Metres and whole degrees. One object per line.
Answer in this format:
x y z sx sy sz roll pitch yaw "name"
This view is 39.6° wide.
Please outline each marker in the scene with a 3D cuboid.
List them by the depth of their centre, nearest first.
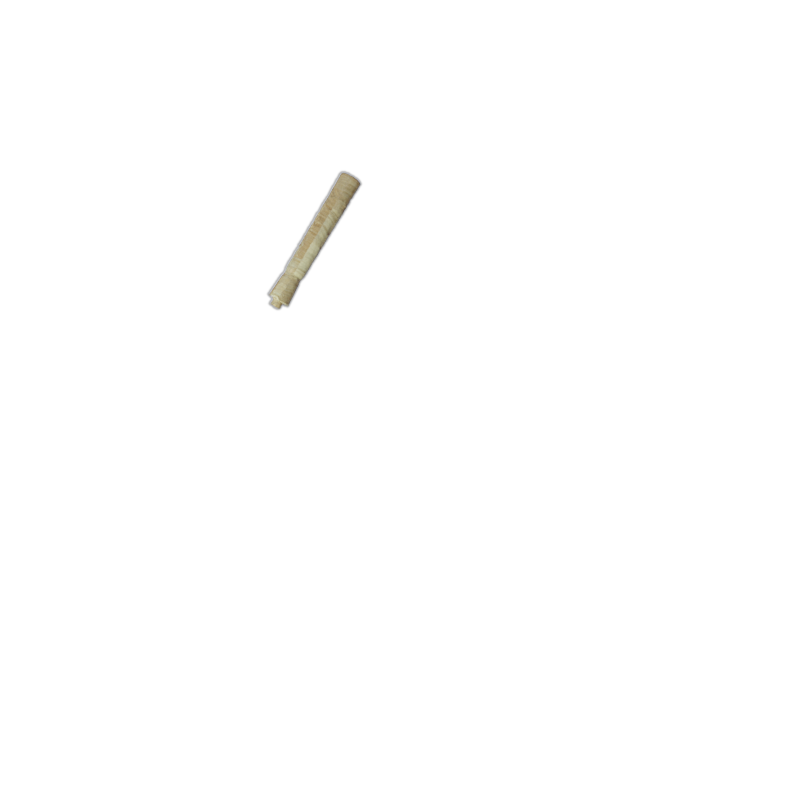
-0.069 -0.125 0.877 0.020 0.123 0.019 29 -10 2 "marker"
